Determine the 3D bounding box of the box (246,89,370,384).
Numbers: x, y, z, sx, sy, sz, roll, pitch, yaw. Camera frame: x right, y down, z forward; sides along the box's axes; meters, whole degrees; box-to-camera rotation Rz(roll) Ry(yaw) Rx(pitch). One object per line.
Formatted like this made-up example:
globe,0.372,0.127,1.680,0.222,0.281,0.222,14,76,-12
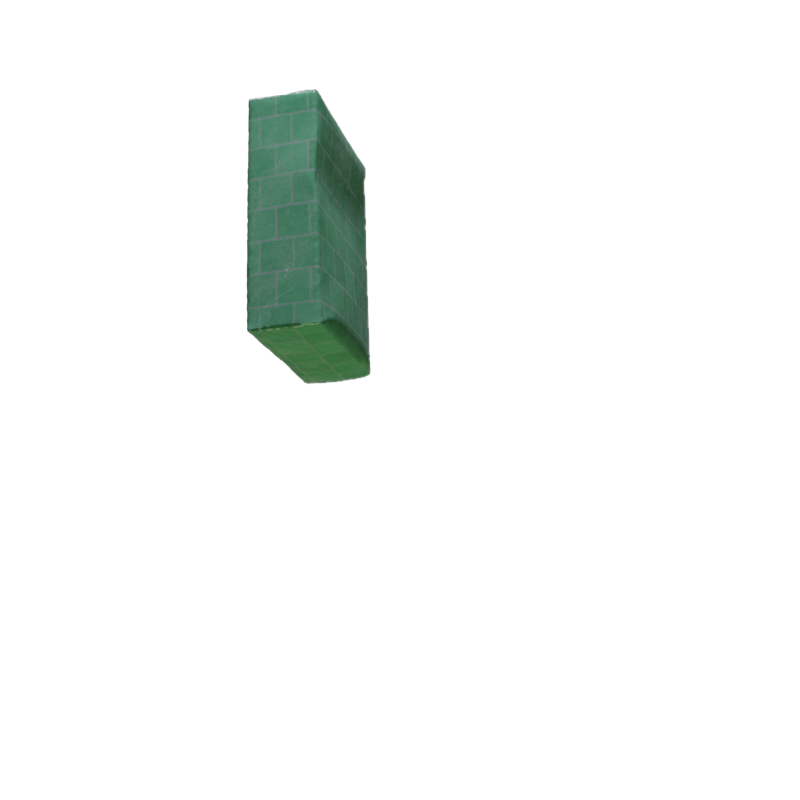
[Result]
box,-0.076,-0.139,0.974,0.073,0.225,0.154,-7,-21,13
